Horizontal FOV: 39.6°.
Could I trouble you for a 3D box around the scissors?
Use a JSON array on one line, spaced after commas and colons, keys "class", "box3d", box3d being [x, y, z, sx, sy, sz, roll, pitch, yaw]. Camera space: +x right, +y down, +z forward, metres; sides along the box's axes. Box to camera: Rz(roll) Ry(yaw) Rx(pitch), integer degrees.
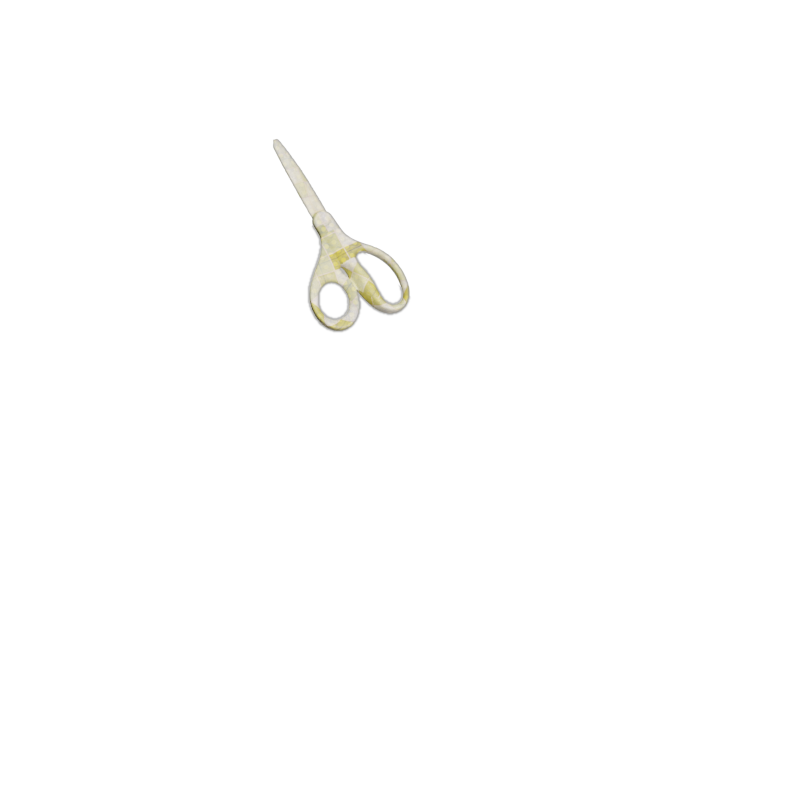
[{"class": "scissors", "box3d": [-0.078, -0.143, 0.998, 0.097, 0.210, 0.015, -41, -17, -15]}]
